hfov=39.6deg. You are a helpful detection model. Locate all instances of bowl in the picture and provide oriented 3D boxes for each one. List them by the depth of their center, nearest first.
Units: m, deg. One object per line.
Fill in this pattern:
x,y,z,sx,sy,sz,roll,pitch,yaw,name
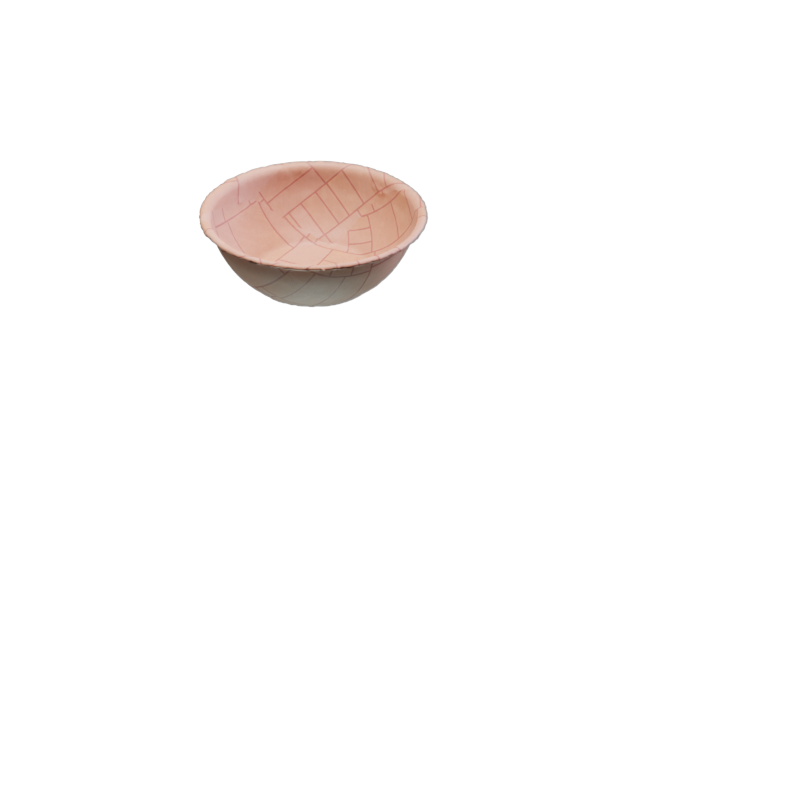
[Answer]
-0.062,-0.114,0.797,0.162,0.052,0.173,-1,35,-2,bowl
